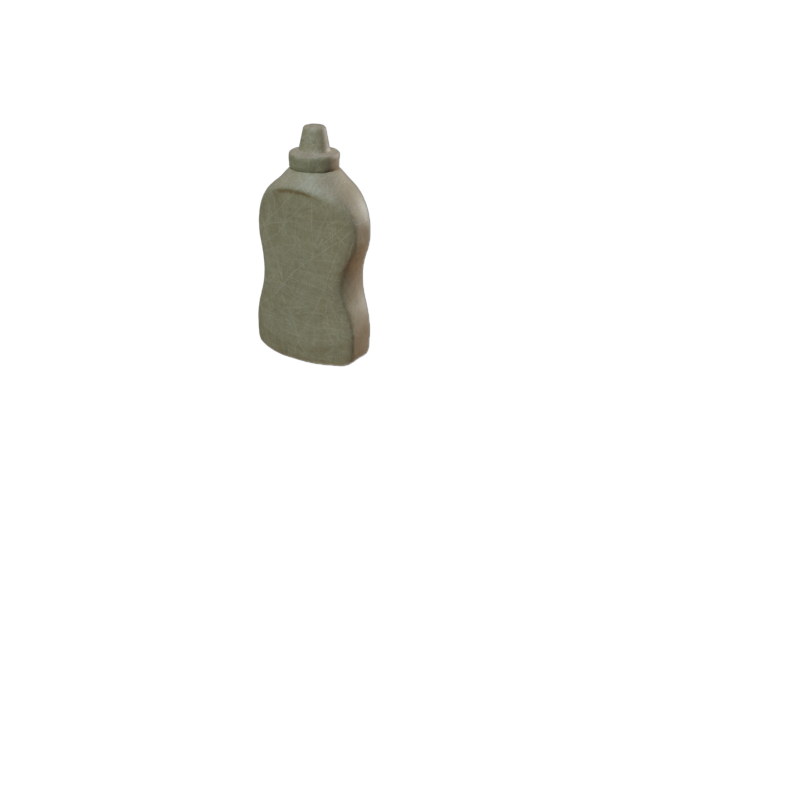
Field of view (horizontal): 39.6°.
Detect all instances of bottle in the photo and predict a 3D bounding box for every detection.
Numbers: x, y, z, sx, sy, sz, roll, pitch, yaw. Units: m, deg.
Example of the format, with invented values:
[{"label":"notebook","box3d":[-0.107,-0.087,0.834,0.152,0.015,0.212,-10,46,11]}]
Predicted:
[{"label":"bottle","box3d":[-0.070,-0.128,0.899,0.101,0.183,0.058,16,25,32]}]
